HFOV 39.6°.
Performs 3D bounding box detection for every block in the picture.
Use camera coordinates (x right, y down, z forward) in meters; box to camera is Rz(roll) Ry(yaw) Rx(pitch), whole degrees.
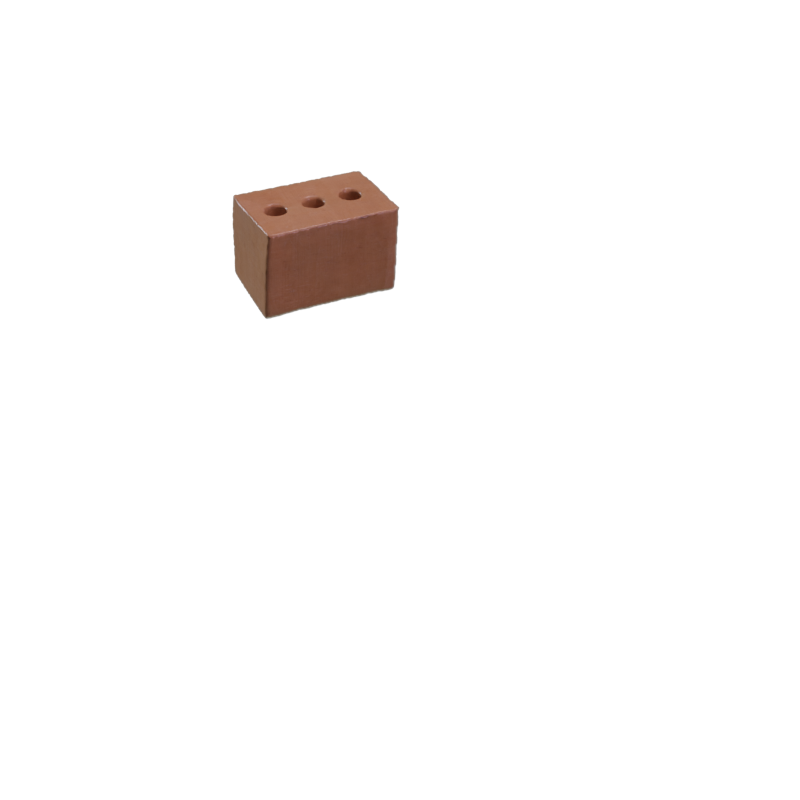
[{"bbox_3d":[-0.047,-0.086,0.605,0.077,0.048,0.057,-15,38,-22],"label":"block"}]
